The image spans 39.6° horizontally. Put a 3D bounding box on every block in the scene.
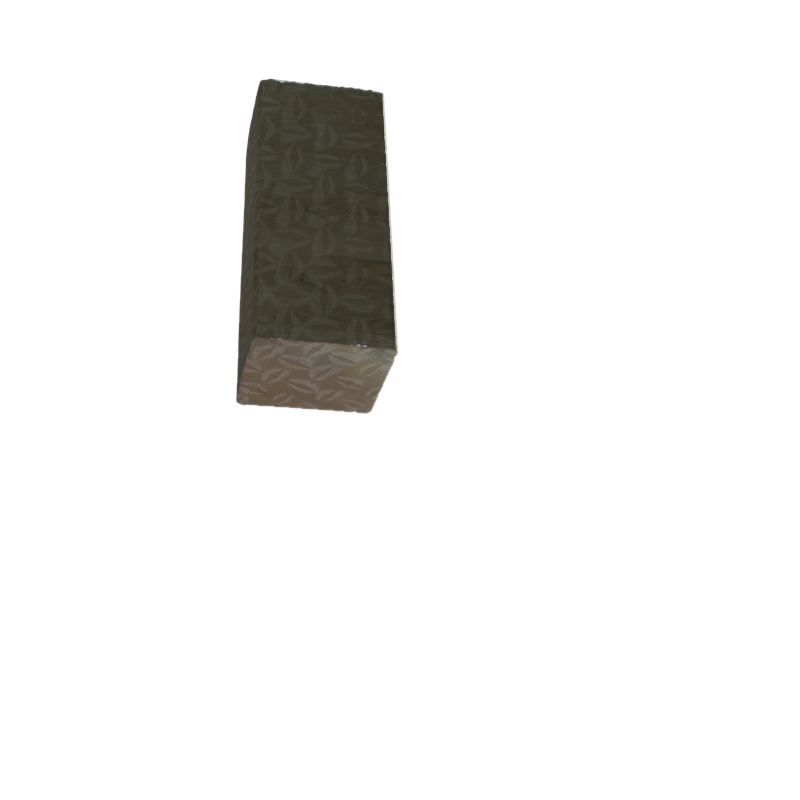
[{"bbox_3d":[-0.058,-0.107,0.745,0.089,0.220,0.086,4,-33,-11],"label":"block"}]
